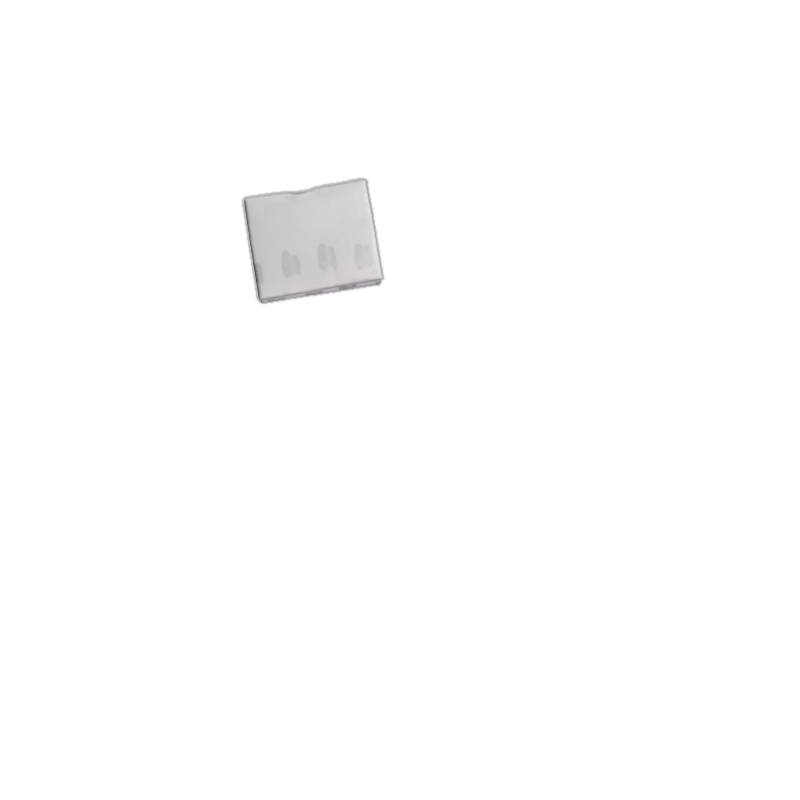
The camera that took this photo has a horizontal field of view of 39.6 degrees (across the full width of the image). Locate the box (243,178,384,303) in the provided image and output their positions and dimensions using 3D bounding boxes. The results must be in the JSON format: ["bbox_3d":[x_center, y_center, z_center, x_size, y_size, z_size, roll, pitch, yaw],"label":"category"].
[{"bbox_3d":[-0.061,-0.111,0.779,0.089,0.075,0.030,-9,-8,-2],"label":"box"}]
